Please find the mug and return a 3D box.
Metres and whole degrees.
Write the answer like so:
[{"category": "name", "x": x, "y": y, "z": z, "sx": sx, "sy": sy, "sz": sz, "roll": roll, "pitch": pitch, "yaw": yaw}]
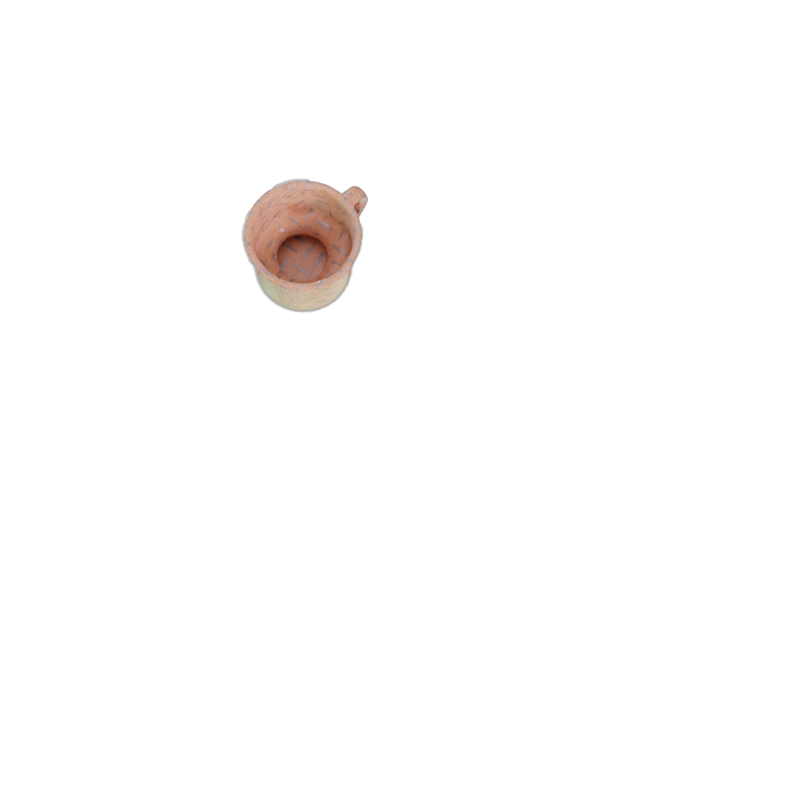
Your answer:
[{"category": "mug", "x": -0.071, "y": -0.130, "z": 0.908, "sx": 0.096, "sy": 0.118, "sz": 0.078, "roll": 40, "pitch": -15, "yaw": 10}]
